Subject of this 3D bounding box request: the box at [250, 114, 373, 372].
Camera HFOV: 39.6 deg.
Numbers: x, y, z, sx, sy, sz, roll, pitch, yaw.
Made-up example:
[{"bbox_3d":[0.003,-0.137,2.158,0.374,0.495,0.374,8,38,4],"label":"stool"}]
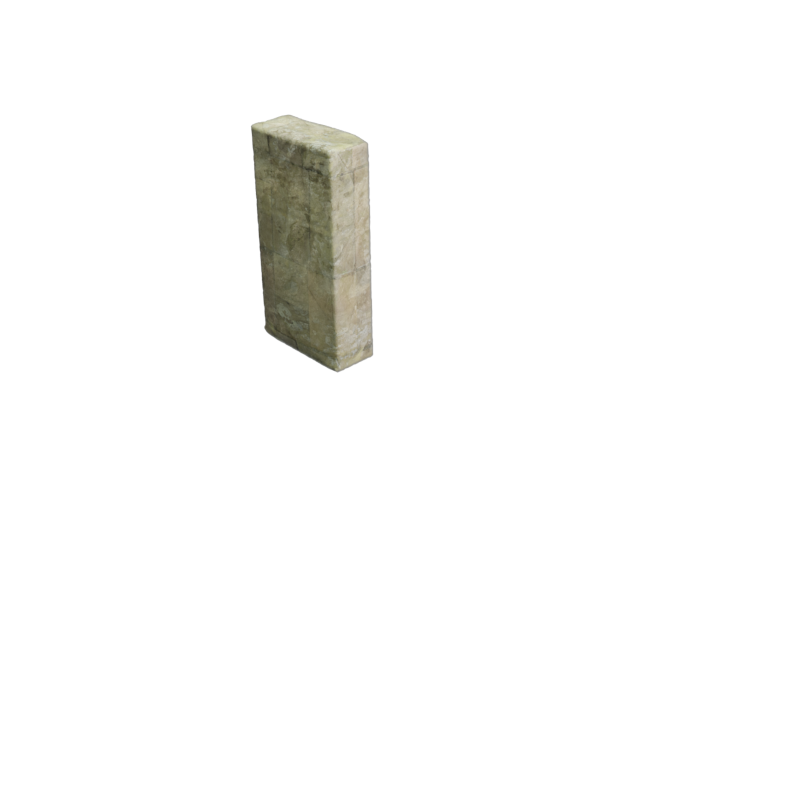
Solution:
[{"bbox_3d":[-0.065,-0.120,0.838,0.047,0.167,0.100,-19,32,-38],"label":"box"}]
